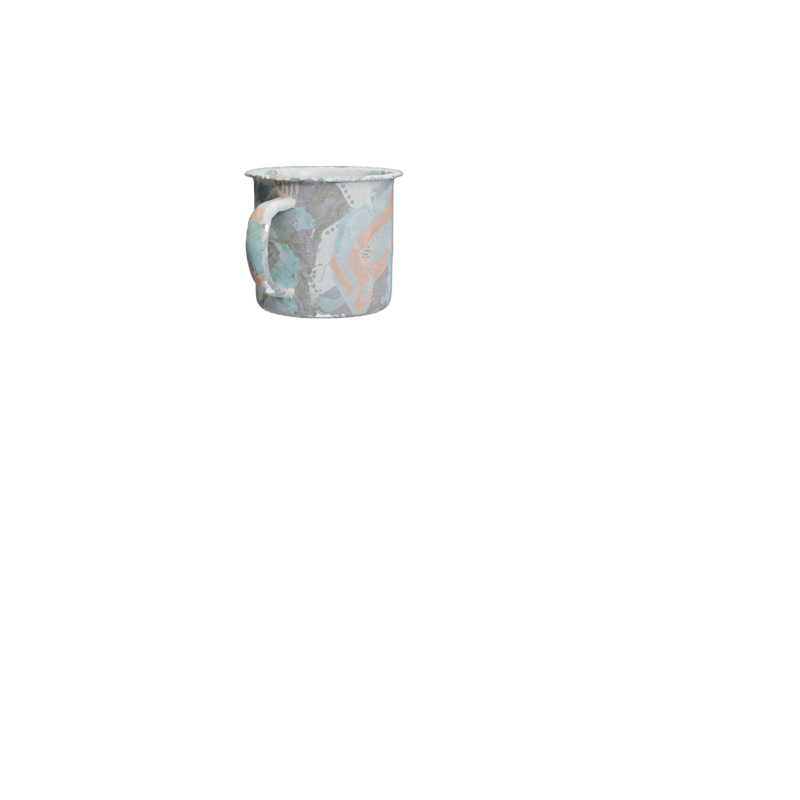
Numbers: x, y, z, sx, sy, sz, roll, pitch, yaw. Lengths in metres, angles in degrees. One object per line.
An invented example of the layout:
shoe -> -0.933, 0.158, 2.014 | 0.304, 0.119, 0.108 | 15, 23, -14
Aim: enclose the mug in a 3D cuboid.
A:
mug -> -0.051, -0.092, 0.646 | 0.097, 0.080, 0.116 | 7, 15, 27
